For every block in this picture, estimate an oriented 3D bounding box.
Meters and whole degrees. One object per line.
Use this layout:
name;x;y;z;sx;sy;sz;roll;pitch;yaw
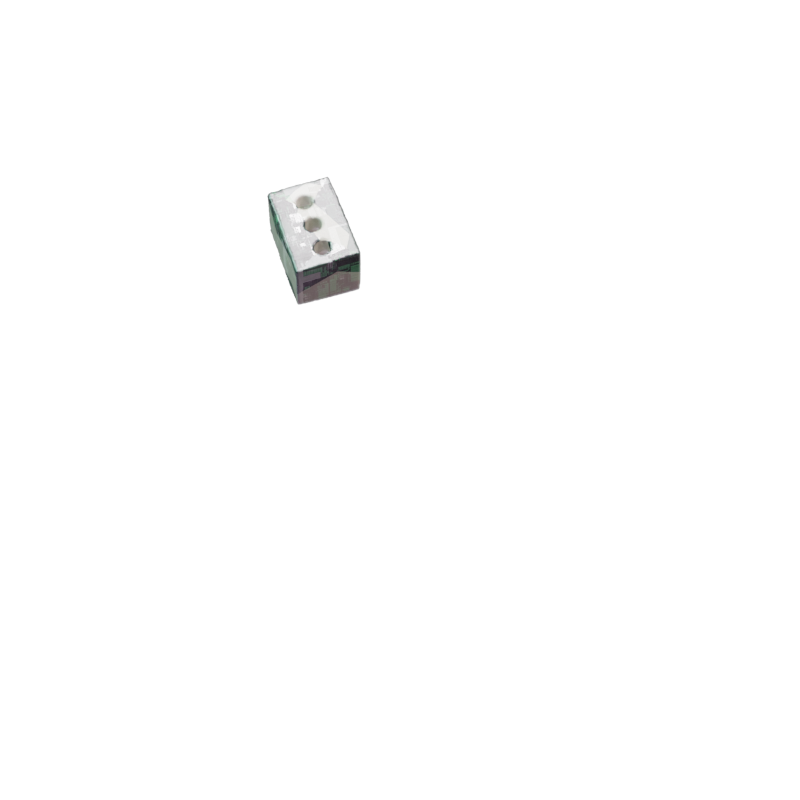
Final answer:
block;-0.068;-0.124;0.868;0.052;0.083;0.048;-17;-28;-11
